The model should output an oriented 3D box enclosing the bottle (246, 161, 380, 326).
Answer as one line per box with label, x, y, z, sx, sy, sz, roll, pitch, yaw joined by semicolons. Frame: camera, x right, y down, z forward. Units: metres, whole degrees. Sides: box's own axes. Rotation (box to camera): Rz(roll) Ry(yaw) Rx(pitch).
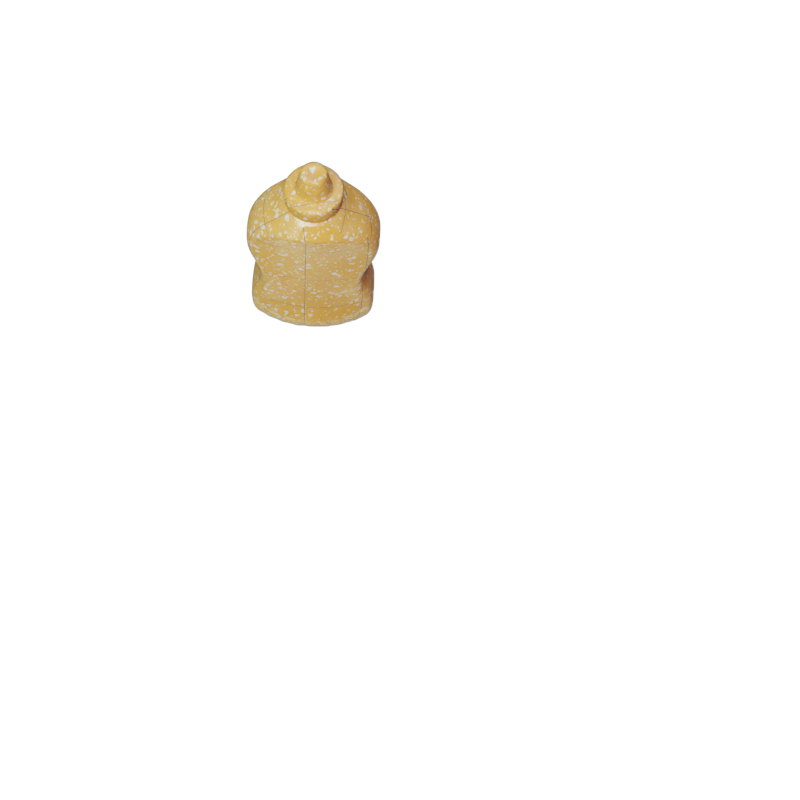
bottle;-0.064;-0.116;0.812;0.096;0.061;0.182;5;-22;-1
